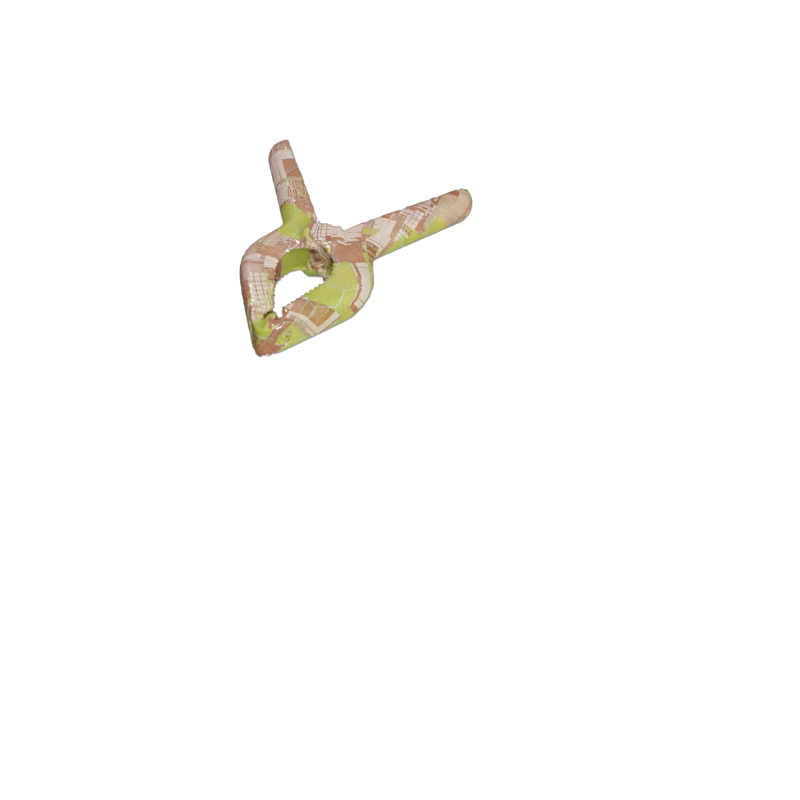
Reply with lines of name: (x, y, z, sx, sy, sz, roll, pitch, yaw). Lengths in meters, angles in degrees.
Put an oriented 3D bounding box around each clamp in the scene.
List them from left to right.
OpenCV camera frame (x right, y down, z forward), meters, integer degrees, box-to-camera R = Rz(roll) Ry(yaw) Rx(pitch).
clamp: (-0.062, -0.114, 0.798, 0.171, 0.034, 0.216, 21, 49, 19)
